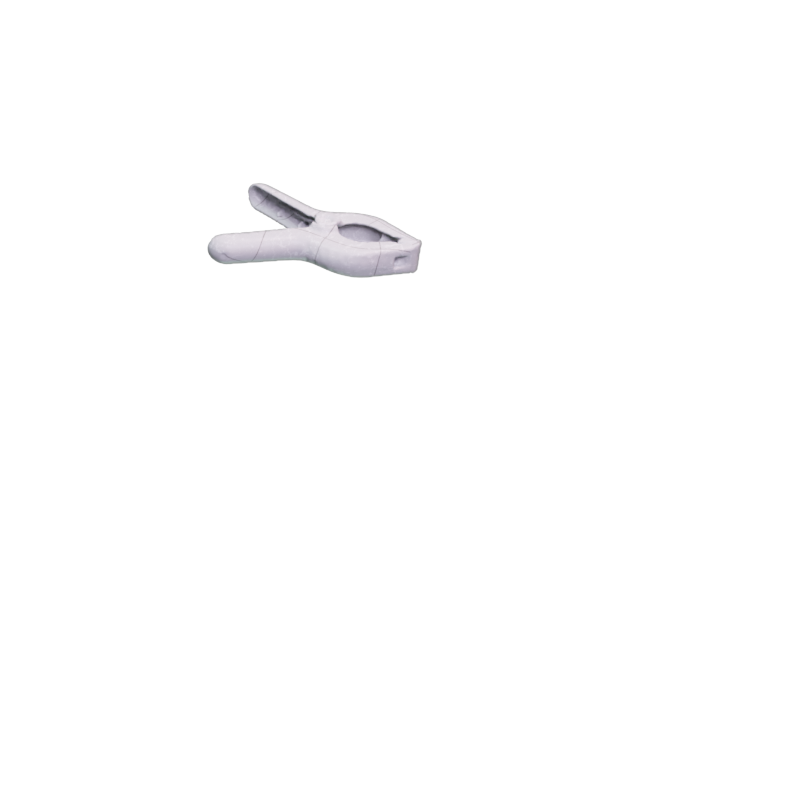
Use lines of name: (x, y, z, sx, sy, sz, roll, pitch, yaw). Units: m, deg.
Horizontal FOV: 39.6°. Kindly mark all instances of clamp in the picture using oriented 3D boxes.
clamp: (-0.072, -0.131, 0.921, 0.177, 0.037, 0.124, 15, 42, 17)
